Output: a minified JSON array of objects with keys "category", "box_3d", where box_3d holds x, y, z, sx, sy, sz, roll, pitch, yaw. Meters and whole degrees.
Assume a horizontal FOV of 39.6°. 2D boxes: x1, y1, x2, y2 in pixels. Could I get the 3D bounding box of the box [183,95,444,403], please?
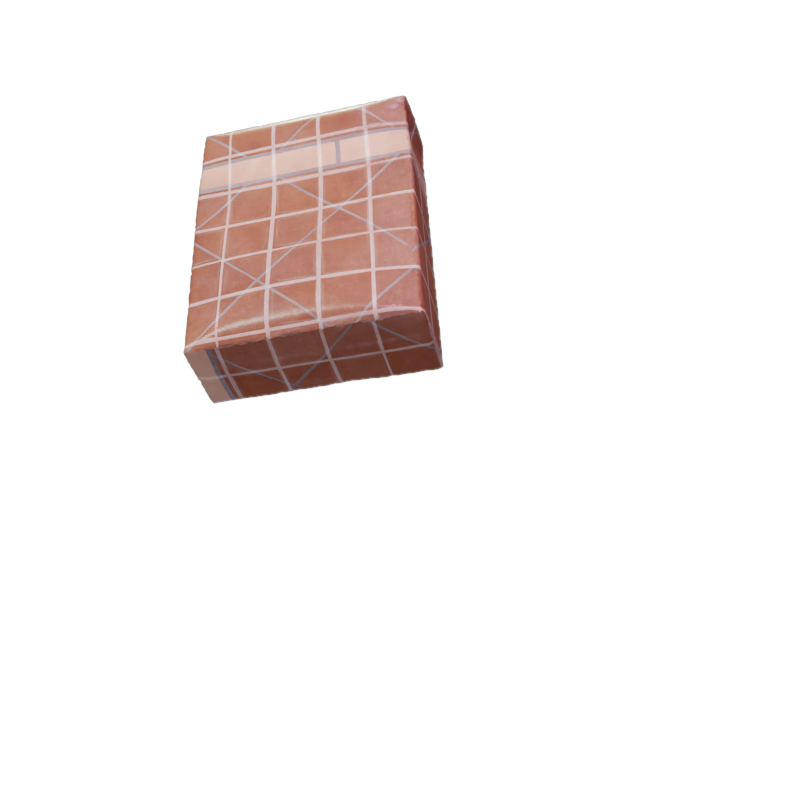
[{"category":"box","box_3d":[-0.062,-0.114,0.796,0.166,0.229,0.066,-10,-39,10]}]
